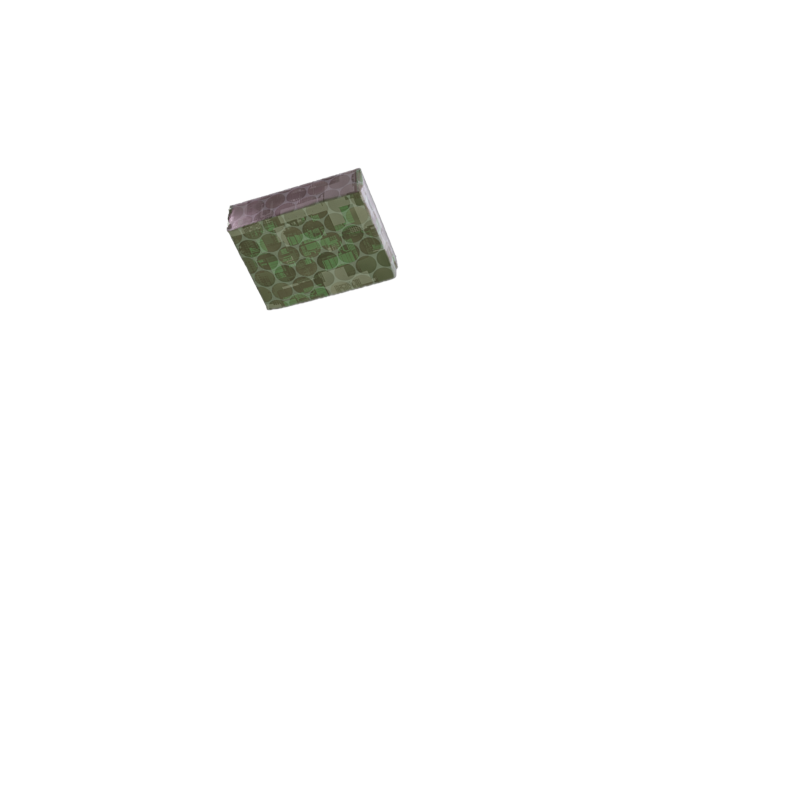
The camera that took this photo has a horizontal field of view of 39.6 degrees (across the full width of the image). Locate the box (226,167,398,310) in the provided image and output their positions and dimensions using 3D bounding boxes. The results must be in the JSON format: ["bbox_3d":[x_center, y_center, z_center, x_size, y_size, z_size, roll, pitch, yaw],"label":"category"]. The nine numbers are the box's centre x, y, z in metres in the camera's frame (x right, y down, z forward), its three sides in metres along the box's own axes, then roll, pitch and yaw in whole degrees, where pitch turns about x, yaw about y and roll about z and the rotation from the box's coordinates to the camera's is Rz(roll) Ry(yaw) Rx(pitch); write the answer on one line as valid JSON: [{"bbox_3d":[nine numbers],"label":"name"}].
[{"bbox_3d":[-0.068,-0.125,0.874,0.114,0.083,0.042,-15,37,11],"label":"box"}]
